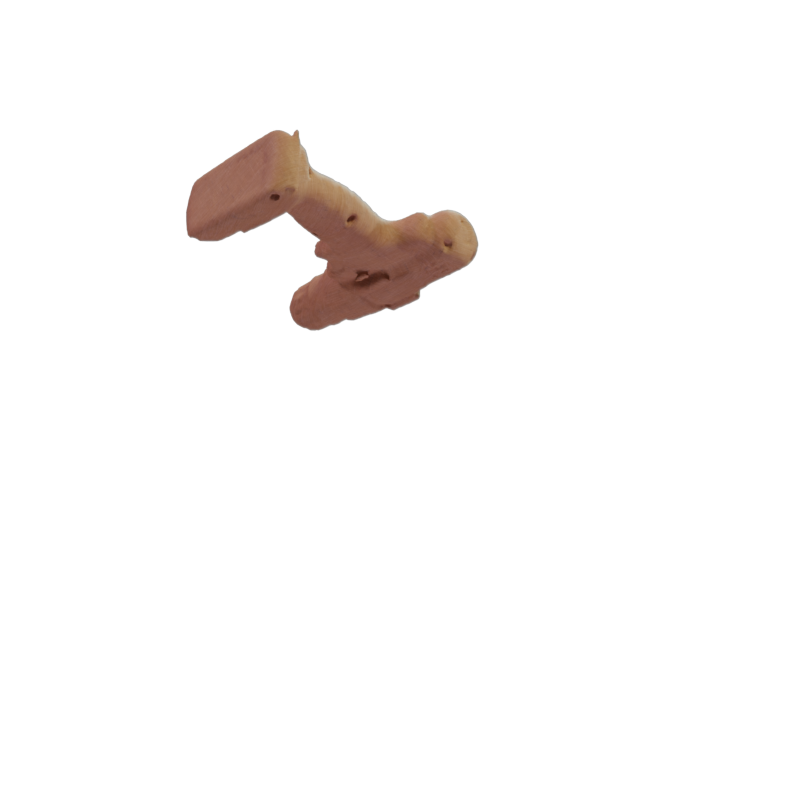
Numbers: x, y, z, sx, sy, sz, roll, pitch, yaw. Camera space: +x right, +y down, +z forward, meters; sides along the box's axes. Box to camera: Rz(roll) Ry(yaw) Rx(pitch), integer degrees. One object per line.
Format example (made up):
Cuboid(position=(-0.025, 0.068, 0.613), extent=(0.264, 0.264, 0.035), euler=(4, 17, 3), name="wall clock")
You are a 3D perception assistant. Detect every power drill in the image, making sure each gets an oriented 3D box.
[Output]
Cuboid(position=(-0.065, -0.118, 0.829), extent=(0.185, 0.061, 0.176), euler=(-24, -35, 39), name="power drill")
